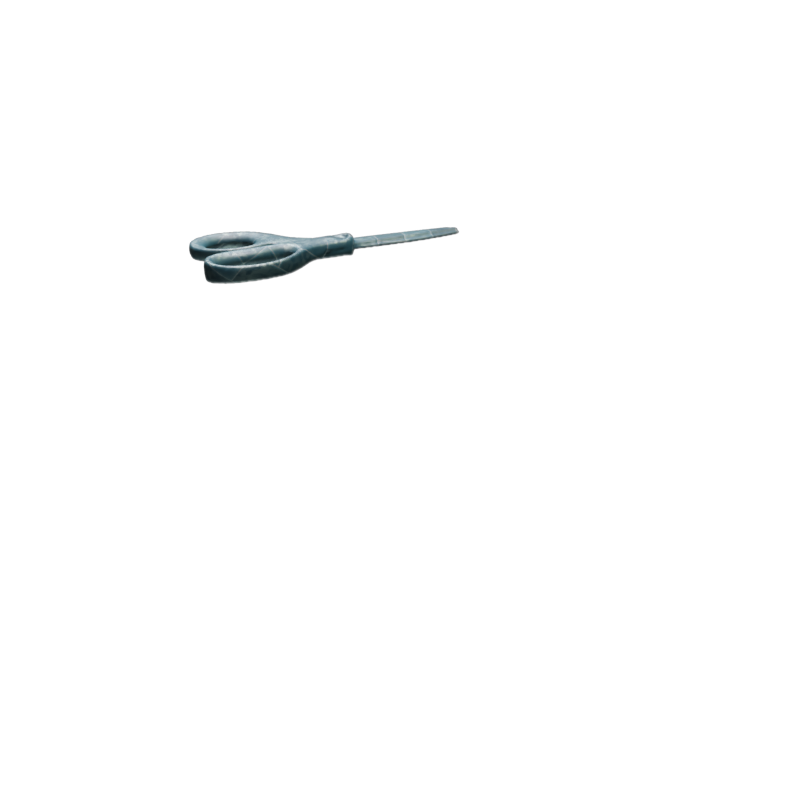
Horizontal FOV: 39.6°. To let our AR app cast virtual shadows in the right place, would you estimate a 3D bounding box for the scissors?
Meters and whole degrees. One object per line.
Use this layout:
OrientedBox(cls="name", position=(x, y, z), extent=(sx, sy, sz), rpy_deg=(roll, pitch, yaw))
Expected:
OrientedBox(cls="scissors", position=(-0.061, -0.112, 0.784), extent=(0.198, 0.015, 0.102), rpy_deg=(-20, 29, -39))
